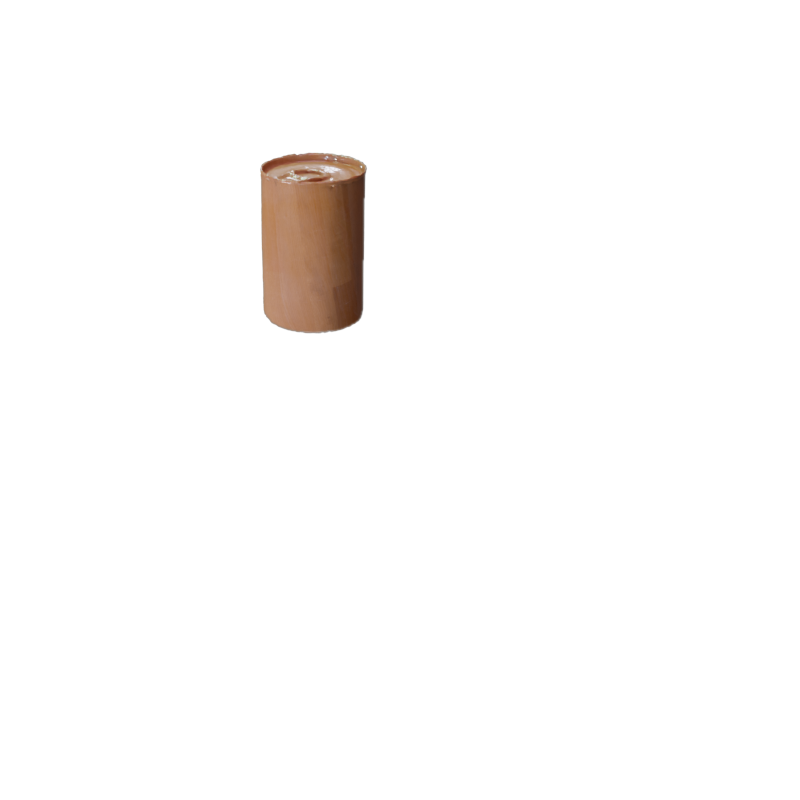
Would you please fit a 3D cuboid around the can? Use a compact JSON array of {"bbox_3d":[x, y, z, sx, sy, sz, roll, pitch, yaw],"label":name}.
[{"bbox_3d":[-0.057,-0.103,0.722,0.068,0.097,0.072,0,23,-2],"label":"can"}]
